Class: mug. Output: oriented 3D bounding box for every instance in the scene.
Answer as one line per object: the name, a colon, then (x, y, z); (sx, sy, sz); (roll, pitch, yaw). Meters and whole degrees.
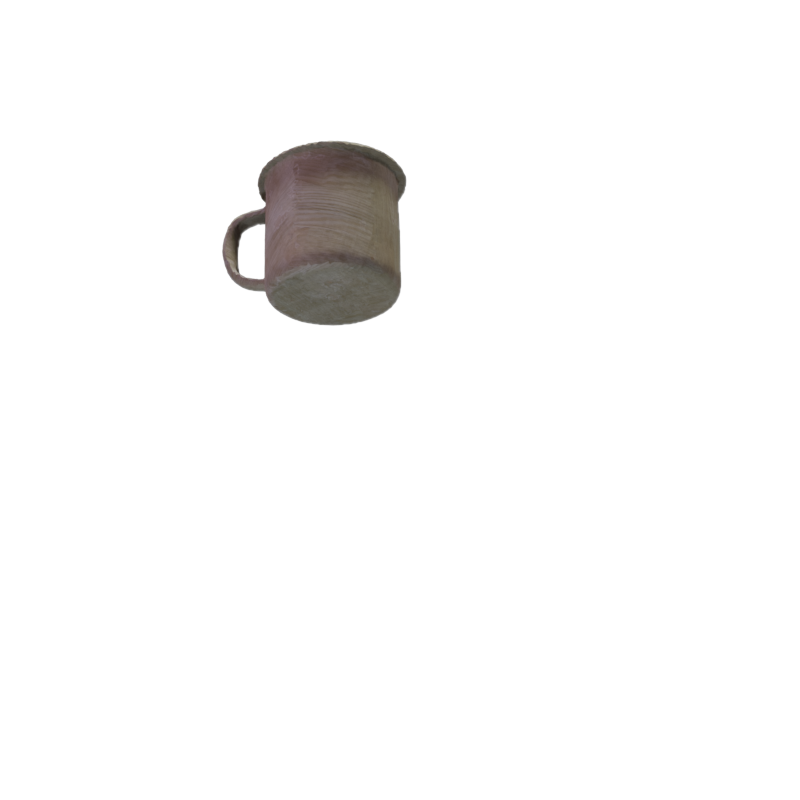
mug: (-0.053, -0.097, 0.676); (0.118, 0.087, 0.087); (-6, -27, 11)
